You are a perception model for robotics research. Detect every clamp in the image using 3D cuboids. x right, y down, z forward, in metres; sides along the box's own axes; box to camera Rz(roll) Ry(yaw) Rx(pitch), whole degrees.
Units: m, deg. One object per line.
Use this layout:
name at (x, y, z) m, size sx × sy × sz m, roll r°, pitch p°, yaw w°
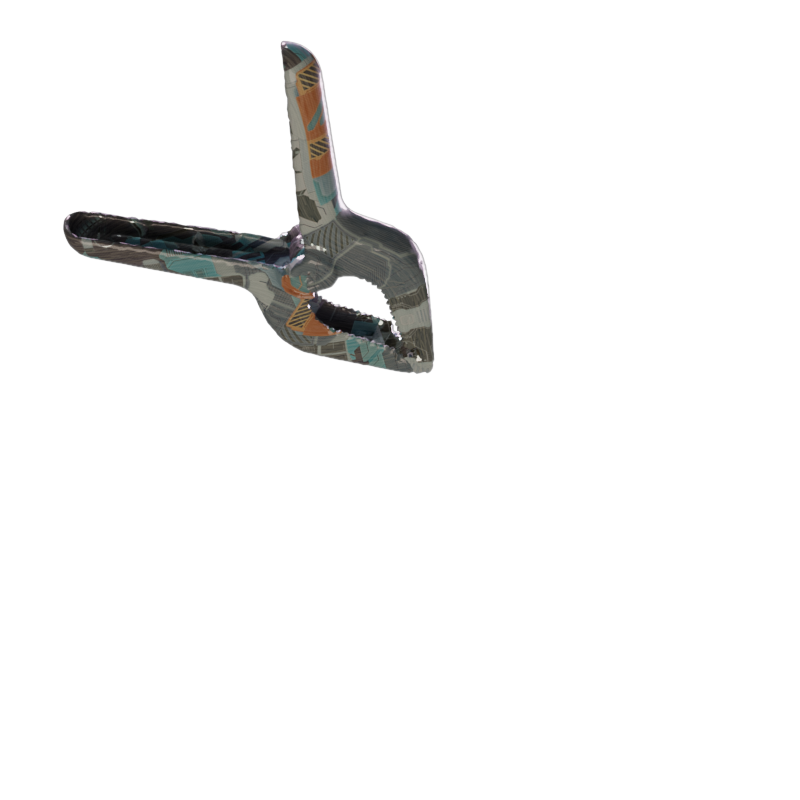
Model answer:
clamp at (-0.045, -0.082, 0.578) m, size 0.198 × 0.039 × 0.162 m, roll 33°, pitch -55°, yaw -28°
